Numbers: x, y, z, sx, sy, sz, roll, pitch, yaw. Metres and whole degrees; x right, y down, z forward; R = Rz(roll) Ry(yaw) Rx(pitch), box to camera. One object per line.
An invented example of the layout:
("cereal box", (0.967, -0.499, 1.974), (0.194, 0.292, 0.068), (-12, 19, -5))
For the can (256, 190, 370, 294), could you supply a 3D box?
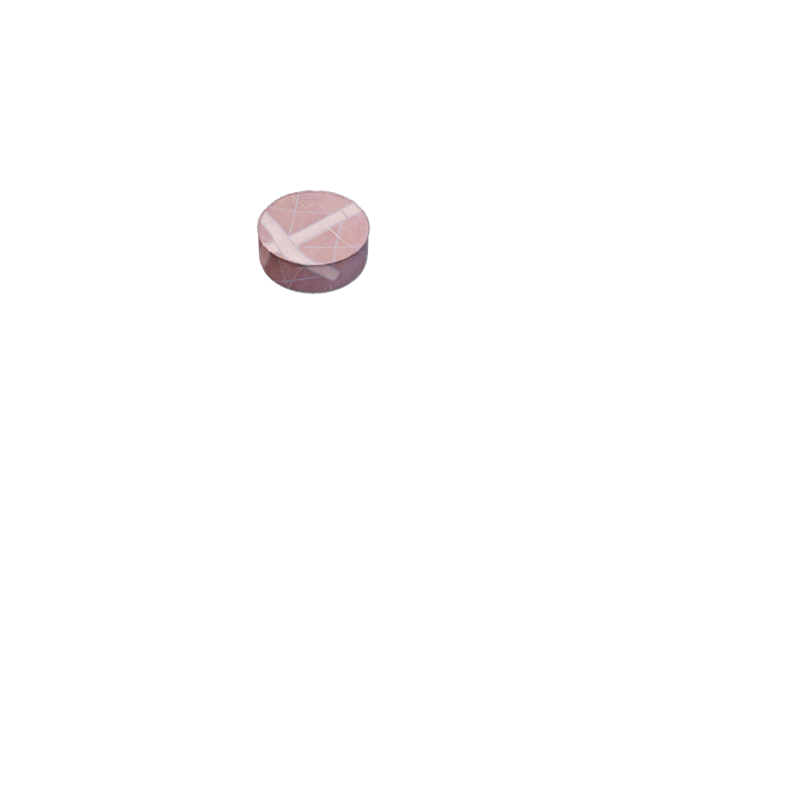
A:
("can", (-0.067, -0.121, 0.850), (0.086, 0.092, 0.031), (-1, -44, -1))
